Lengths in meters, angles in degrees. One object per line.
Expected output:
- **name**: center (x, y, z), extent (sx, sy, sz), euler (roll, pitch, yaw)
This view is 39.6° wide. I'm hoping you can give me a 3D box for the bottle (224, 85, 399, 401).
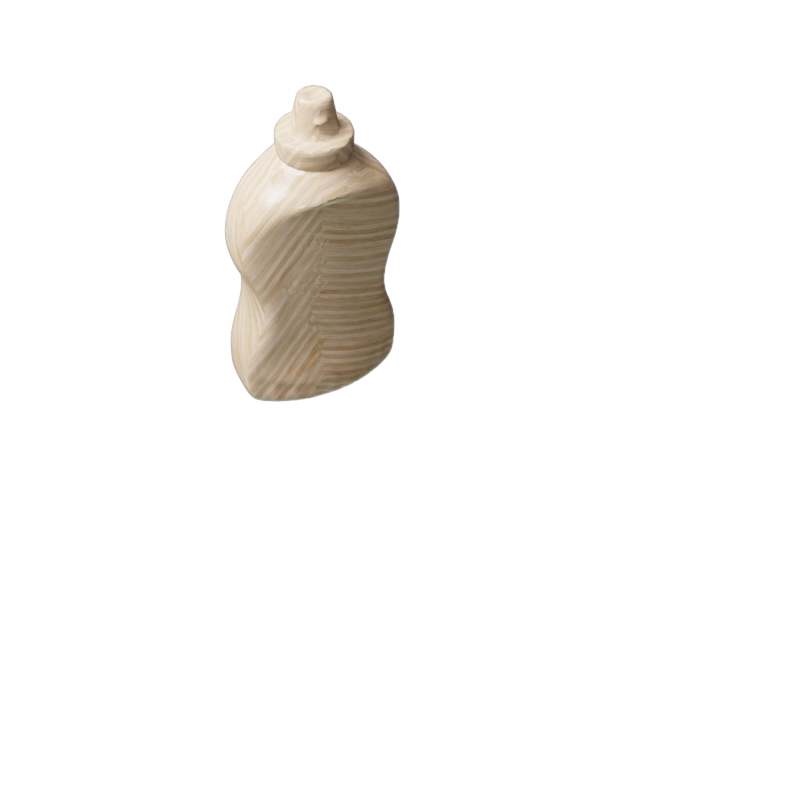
- **bottle**: center (-0.047, -0.086, 0.607), extent (0.095, 0.179, 0.063), euler (-16, 47, -19)
